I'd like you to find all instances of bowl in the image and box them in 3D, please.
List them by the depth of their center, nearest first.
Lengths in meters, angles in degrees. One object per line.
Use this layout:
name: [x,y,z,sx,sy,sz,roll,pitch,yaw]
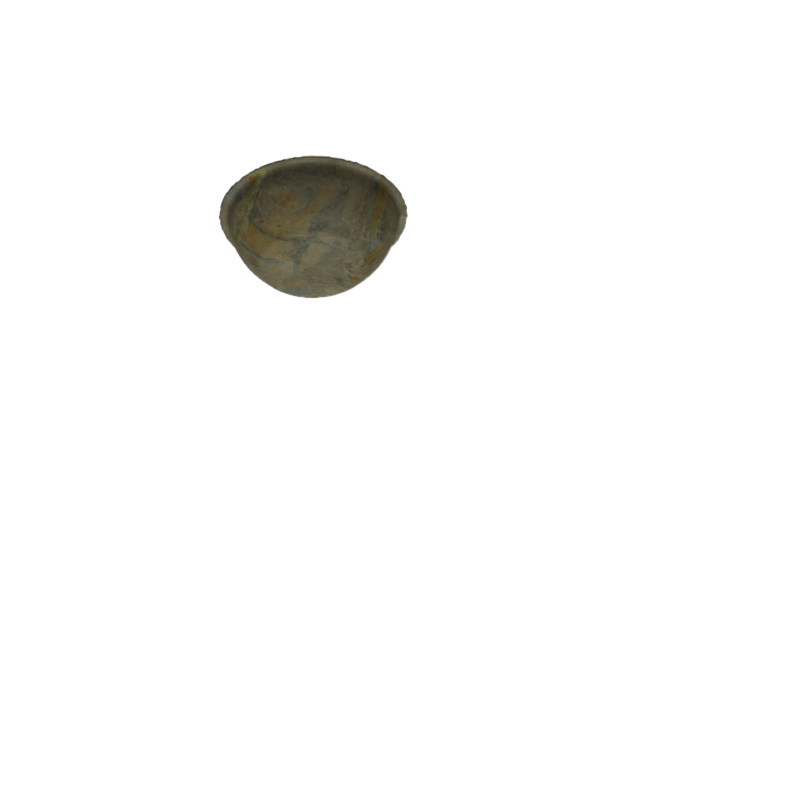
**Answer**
bowl: [-0.074,-0.134,0.939,0.162,0.059,0.152,1,-33,-2]
